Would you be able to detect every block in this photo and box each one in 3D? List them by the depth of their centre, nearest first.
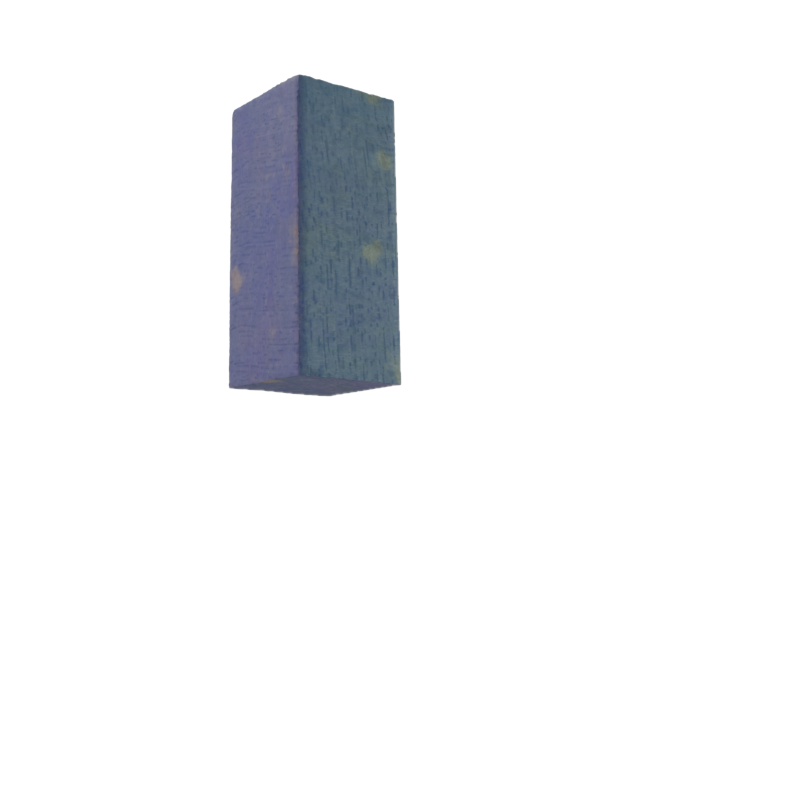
[{"bbox_3d":[-0.062,-0.113,0.788,0.086,0.213,0.092,9,-16,-37],"label":"block"}]
